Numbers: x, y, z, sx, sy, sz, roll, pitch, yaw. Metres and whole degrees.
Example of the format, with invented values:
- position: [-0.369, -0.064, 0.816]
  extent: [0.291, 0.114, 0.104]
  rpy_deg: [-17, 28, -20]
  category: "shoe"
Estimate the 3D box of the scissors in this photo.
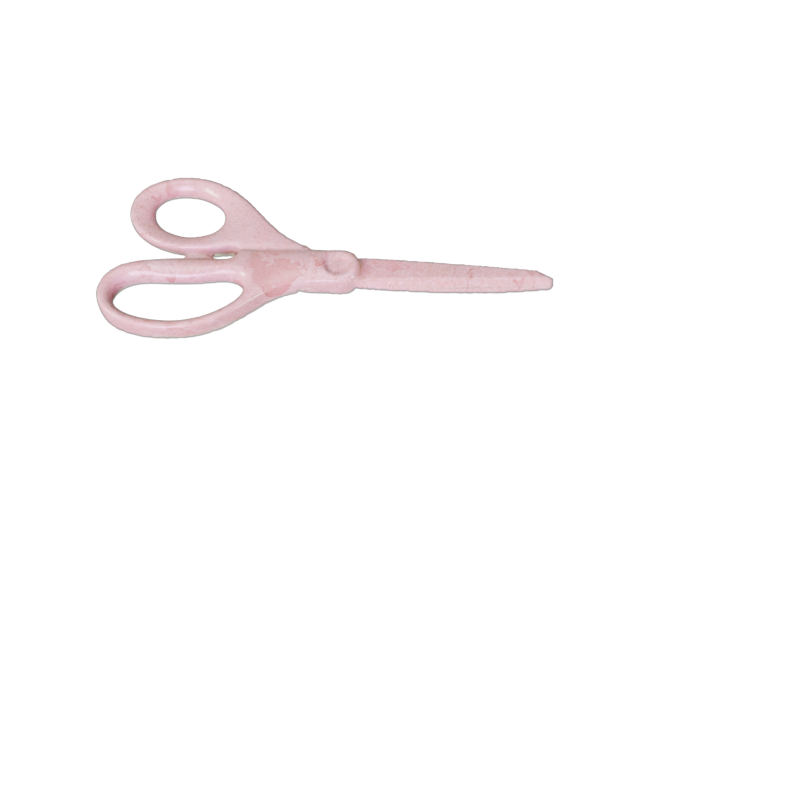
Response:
- position: [-0.040, -0.073, 0.514]
  extent: [0.200, 0.104, 0.015]
  rpy_deg: [-10, -35, -7]
  category: "scissors"
